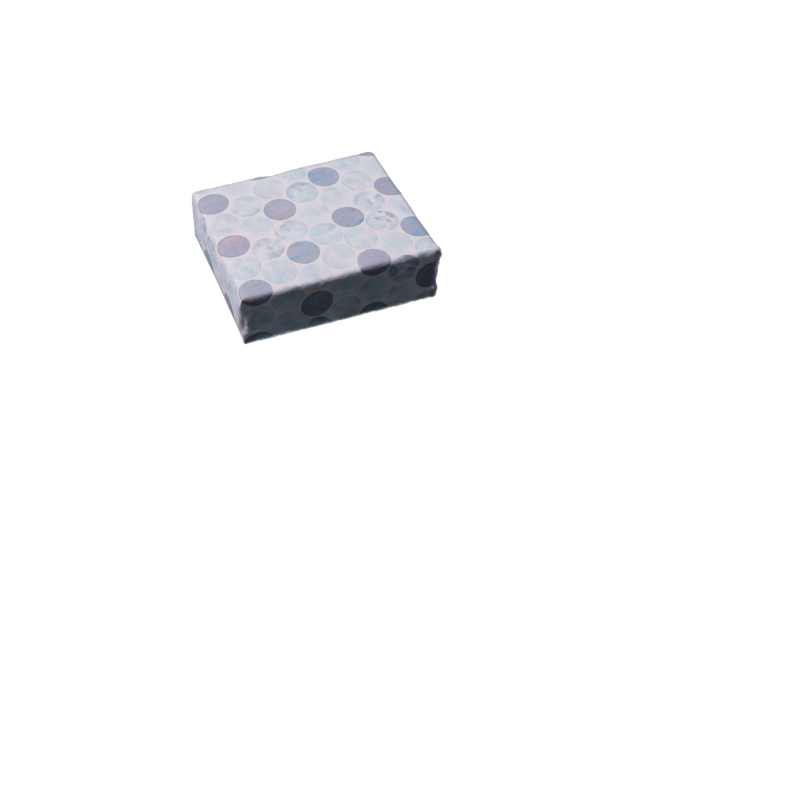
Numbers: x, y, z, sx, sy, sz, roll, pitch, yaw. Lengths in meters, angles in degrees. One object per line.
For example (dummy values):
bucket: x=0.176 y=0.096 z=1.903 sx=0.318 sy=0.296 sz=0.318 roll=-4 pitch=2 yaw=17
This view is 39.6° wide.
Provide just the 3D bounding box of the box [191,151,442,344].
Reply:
box: x=-0.037 y=-0.068 z=0.478 sx=0.088 sy=0.028 sz=0.079 roll=-16 pitch=48 yaw=-15
